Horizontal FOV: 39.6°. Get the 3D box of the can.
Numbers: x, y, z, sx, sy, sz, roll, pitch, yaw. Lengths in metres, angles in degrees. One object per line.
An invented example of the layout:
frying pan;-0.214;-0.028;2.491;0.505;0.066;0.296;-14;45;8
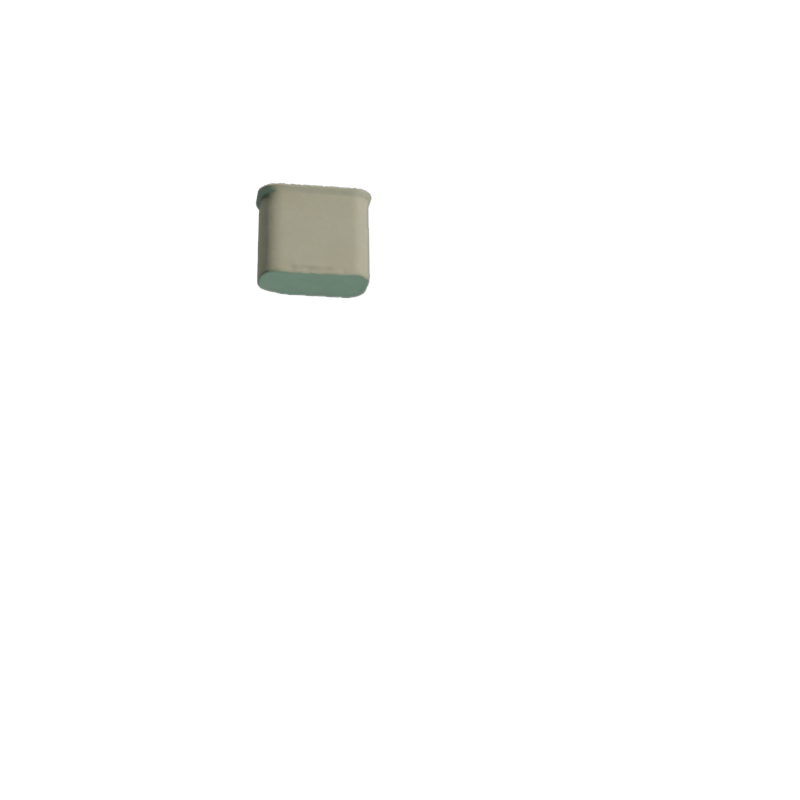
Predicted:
can;-0.076;-0.139;0.975;0.101;0.088;0.055;2;-22;-8
